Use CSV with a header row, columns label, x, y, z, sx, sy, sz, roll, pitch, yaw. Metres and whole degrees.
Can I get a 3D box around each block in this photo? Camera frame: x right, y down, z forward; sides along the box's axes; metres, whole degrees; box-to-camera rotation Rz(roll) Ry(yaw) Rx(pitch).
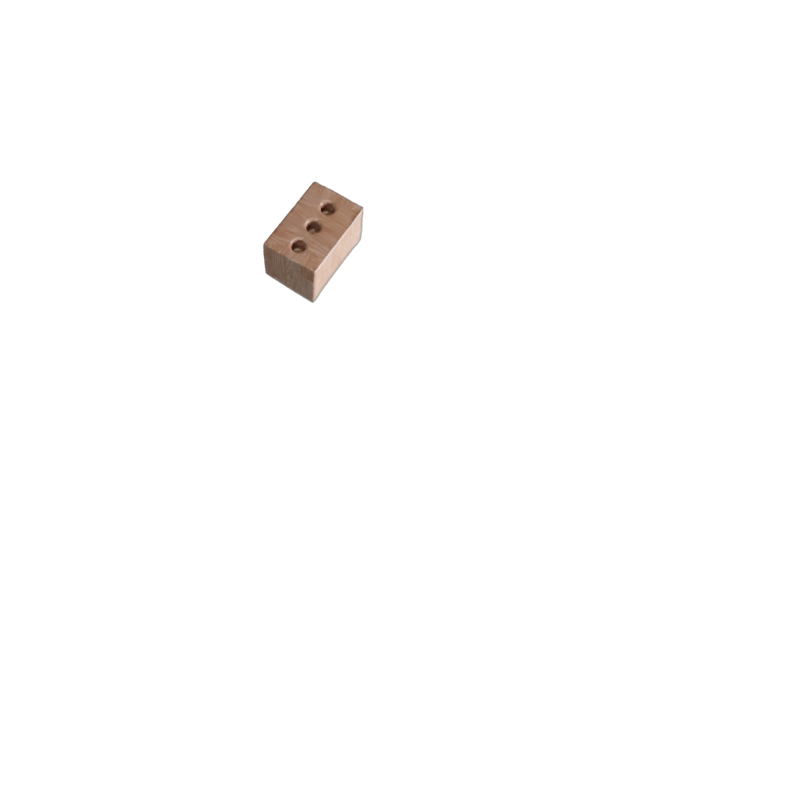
label,x,y,z,sx,sy,sz,roll,pitch,yaw
block,-0.074,-0.134,0.940,0.054,0.080,0.048,29,-24,12
